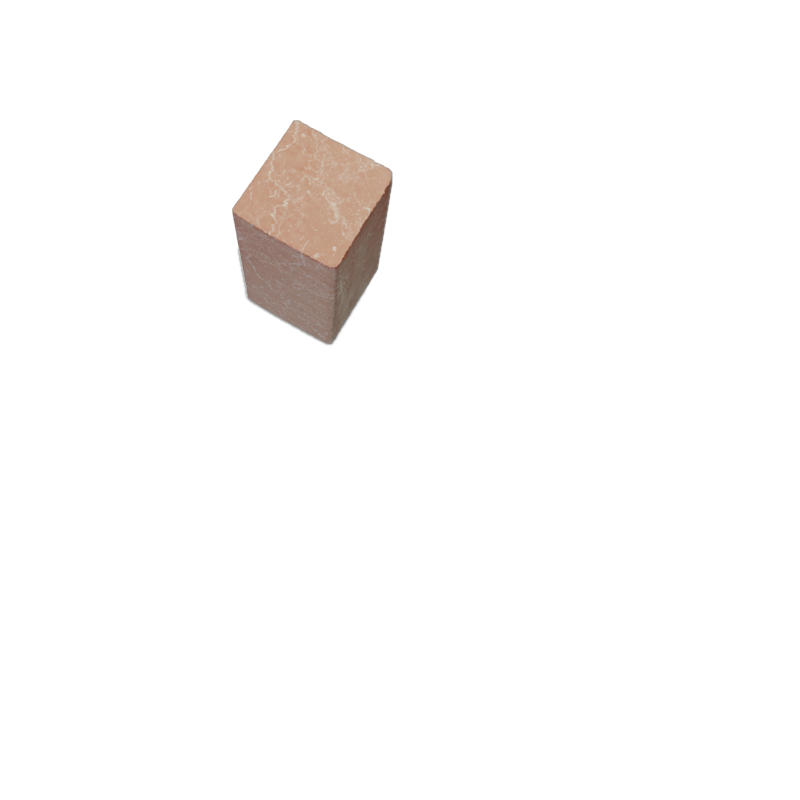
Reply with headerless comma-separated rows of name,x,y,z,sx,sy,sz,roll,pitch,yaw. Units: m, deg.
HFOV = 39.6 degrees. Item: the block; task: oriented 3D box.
block,-0.070,-0.128,0.901,0.092,0.093,0.198,30,-15,4
